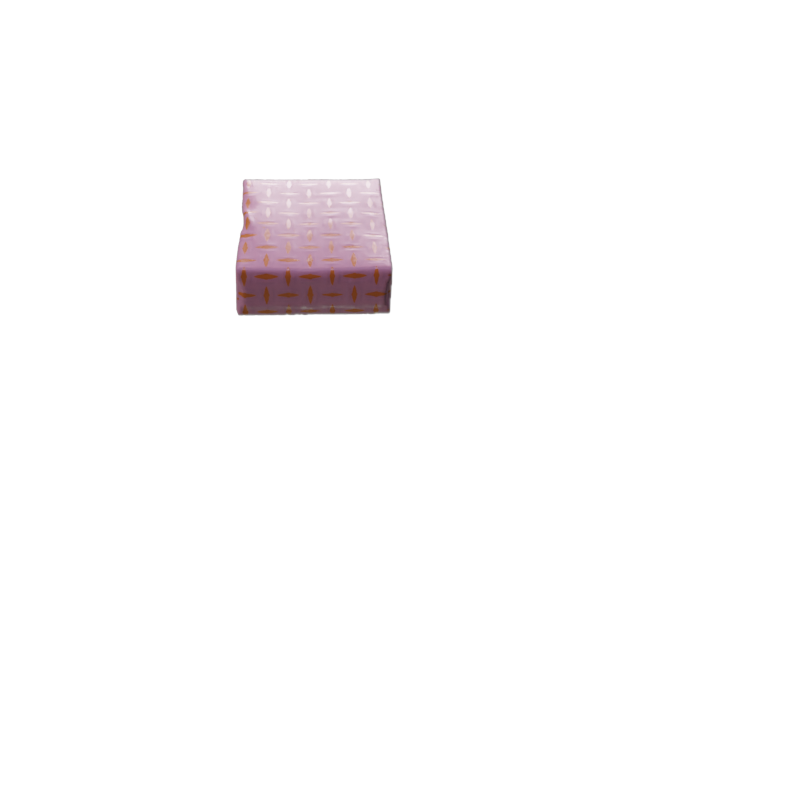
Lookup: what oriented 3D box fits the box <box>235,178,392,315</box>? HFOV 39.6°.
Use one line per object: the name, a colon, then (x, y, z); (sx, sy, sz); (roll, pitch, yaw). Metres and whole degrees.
box: (-0.043, -0.079, 0.551); (0.073, 0.028, 0.096); (-1, 38, -2)
